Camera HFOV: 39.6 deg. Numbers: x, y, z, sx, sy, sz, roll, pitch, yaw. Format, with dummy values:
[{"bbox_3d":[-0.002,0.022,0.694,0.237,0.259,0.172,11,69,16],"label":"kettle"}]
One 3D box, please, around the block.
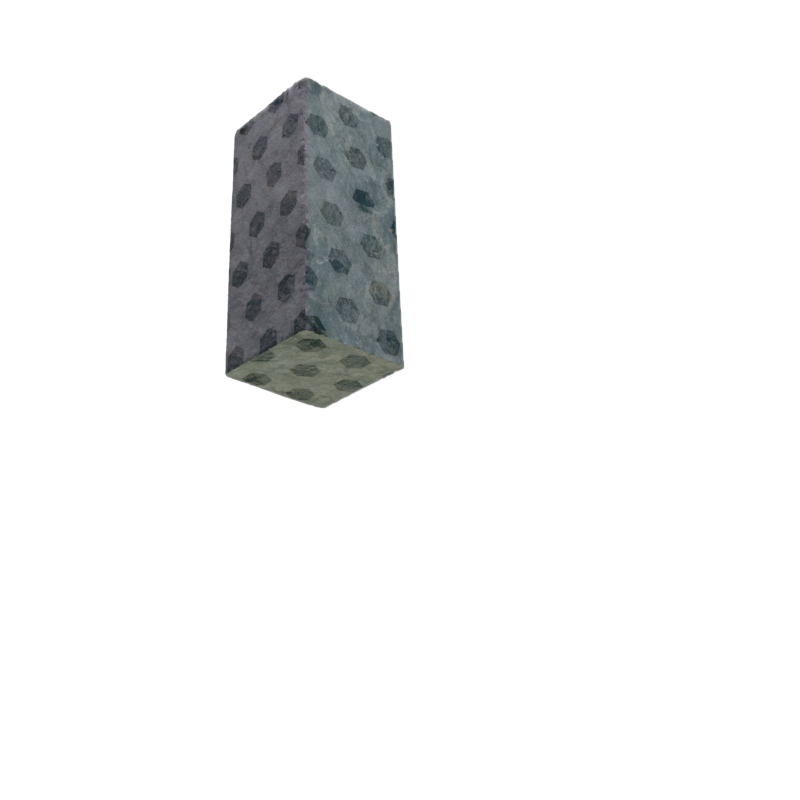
[{"bbox_3d":[-0.063,-0.114,0.795,0.085,0.219,0.090,22,-37,-36],"label":"block"}]
